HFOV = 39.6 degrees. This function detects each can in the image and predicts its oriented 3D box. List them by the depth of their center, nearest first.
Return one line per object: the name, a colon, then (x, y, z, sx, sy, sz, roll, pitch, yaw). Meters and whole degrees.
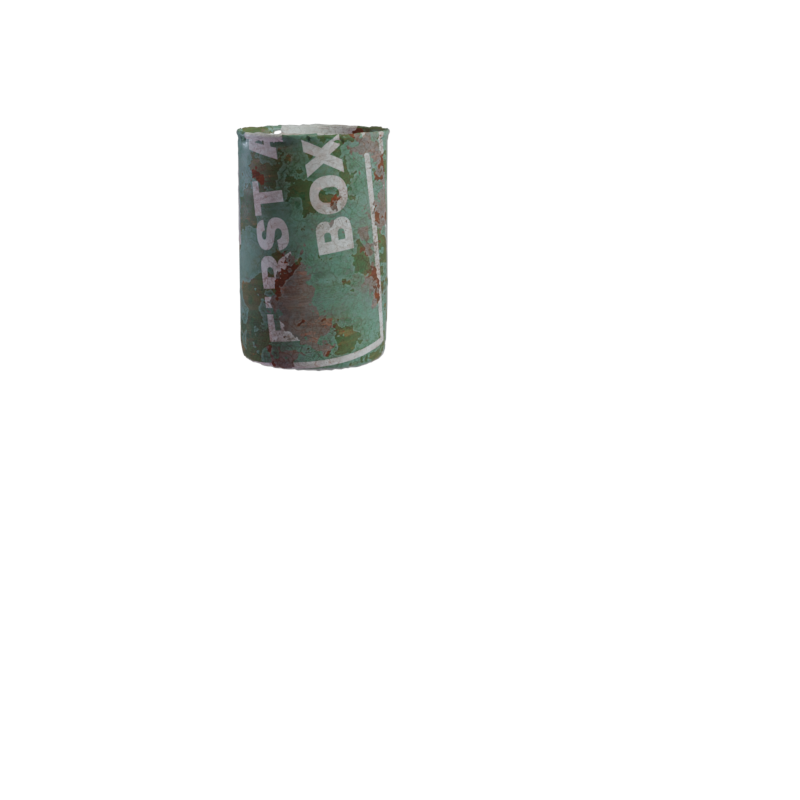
can: (-0.039, -0.071, 0.499, 0.068, 0.100, 0.071, 0, 13, -2)
